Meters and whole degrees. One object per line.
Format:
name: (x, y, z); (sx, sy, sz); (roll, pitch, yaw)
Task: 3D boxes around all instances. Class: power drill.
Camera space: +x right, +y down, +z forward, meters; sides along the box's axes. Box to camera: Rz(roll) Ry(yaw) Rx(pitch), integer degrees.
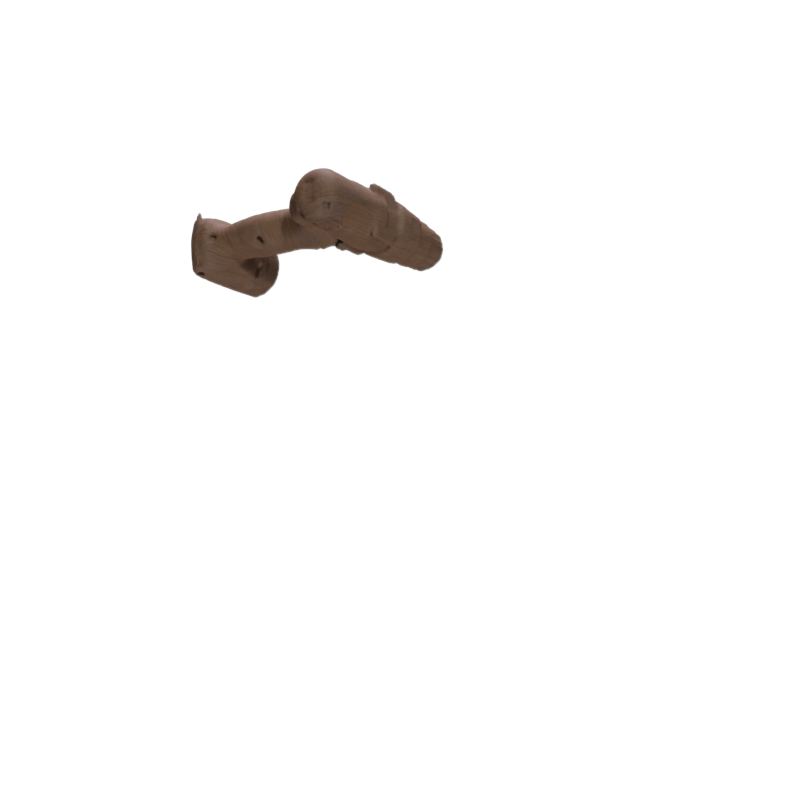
power drill: (-0.077, -0.141, 0.986); (0.191, 0.060, 0.173); (-12, -21, 34)
